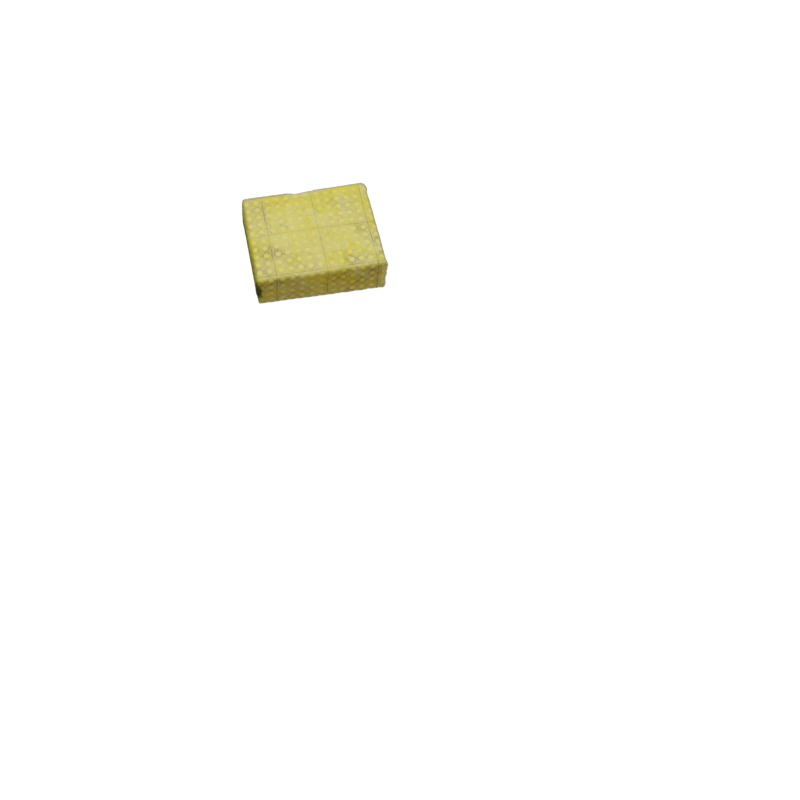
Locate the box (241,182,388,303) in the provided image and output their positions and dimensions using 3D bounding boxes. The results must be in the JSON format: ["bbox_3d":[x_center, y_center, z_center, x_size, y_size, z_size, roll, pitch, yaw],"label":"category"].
[{"bbox_3d":[-0.059,-0.108,0.754,0.089,0.079,0.028,-9,-35,-7],"label":"box"}]
